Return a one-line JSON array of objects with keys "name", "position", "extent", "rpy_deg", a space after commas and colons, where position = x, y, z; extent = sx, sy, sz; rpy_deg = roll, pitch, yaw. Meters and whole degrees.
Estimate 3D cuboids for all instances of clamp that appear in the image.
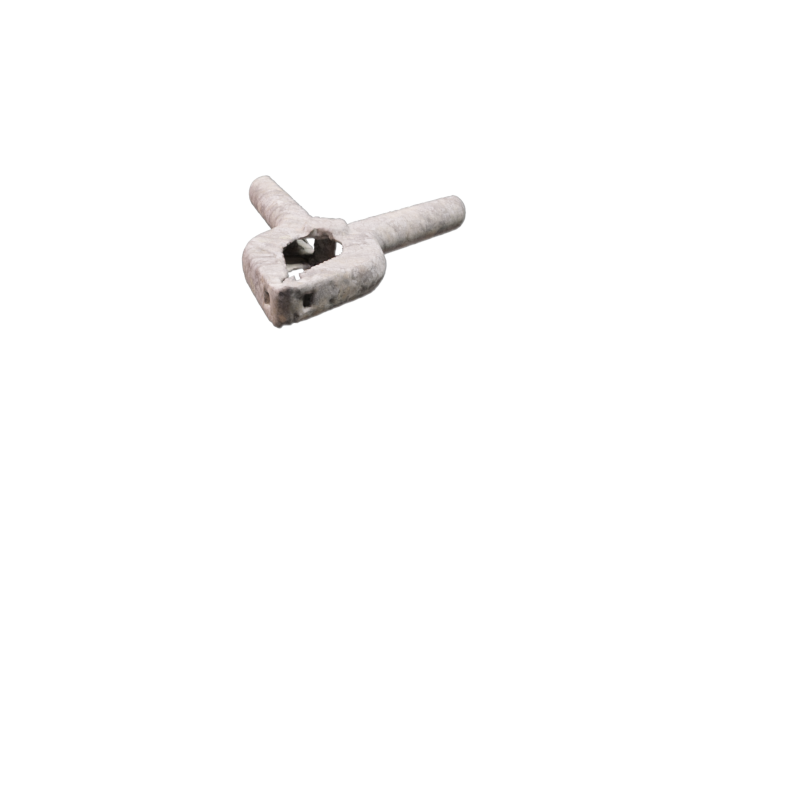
[{"name": "clamp", "position": [-0.059, -0.108, 0.758], "extent": [0.170, 0.034, 0.215], "rpy_deg": [10, 30, 17]}]
